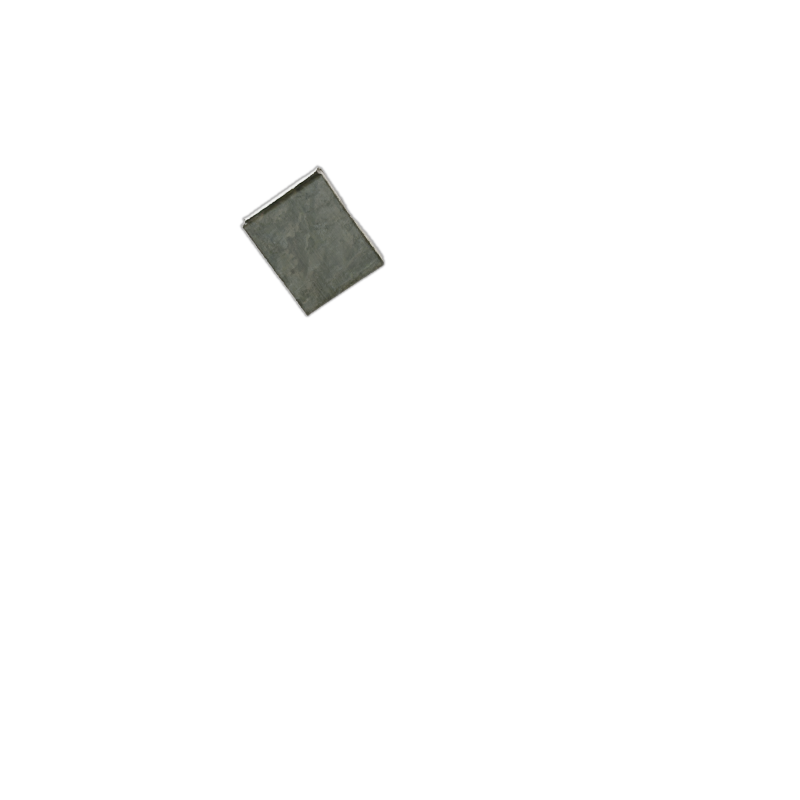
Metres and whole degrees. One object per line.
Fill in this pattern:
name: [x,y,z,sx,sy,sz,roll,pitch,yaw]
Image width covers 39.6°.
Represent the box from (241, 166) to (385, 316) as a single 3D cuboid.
box: [-0.066,-0.121,0.844,0.073,0.087,0.031,-34,12,8]
